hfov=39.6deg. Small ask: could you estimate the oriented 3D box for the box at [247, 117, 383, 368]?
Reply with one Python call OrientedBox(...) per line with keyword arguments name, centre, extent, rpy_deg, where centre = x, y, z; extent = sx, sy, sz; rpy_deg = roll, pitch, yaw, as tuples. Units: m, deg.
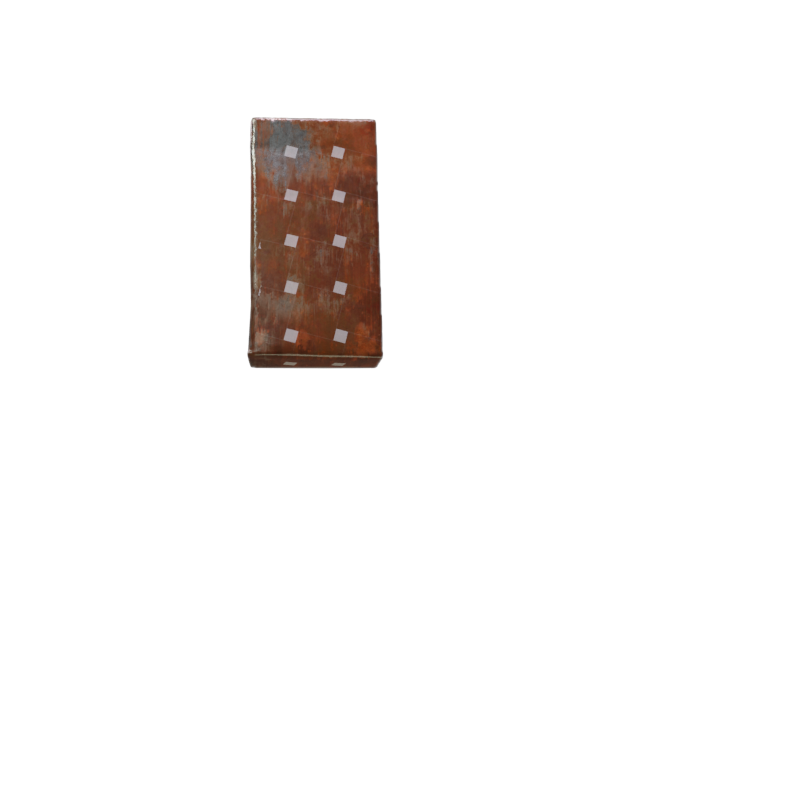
OrientedBox(name="box", centre=(-0.062, -0.113, 0.790), extent=(0.093, 0.184, 0.046), rpy_deg=(0, -18, -4))
